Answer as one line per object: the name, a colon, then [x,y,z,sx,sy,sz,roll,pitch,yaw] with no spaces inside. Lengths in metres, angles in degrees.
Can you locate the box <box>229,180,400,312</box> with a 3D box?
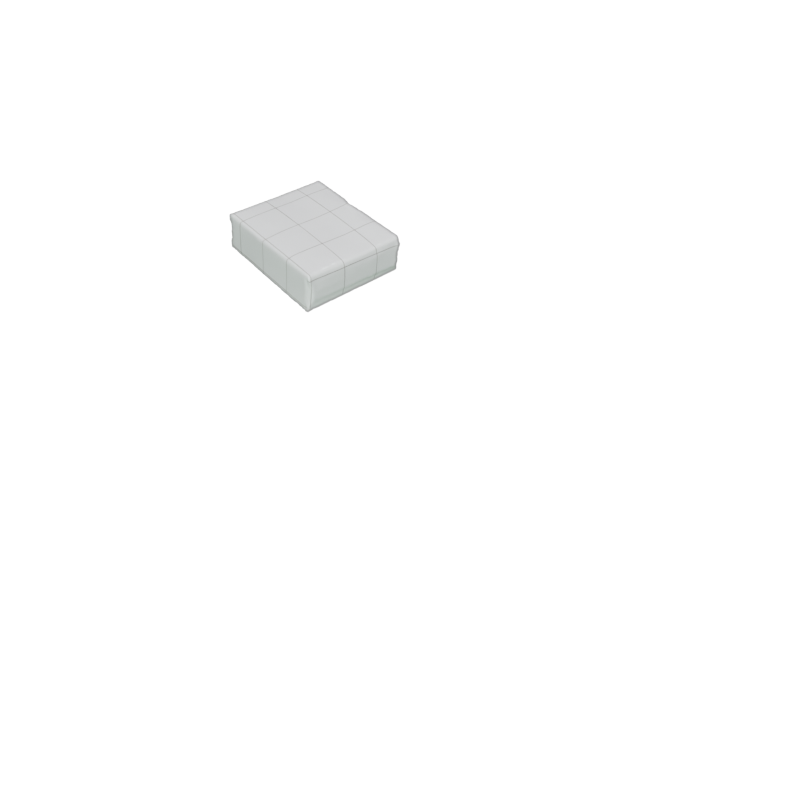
box: [-0.056,-0.102,0.718,0.073,0.028,0.096,-26,46,-28]
